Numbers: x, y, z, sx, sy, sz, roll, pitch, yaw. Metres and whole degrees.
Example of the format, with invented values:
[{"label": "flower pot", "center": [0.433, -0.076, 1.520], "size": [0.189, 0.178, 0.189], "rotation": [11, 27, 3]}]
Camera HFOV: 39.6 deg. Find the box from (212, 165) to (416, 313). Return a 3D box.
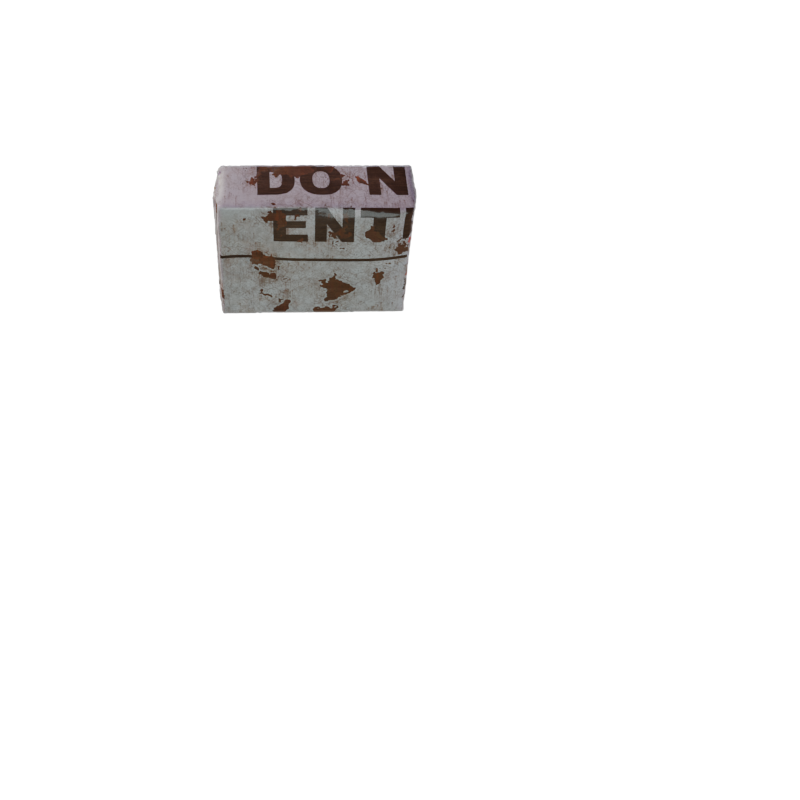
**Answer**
[{"label": "box", "center": [-0.051, -0.092, 0.647], "size": [0.113, 0.042, 0.084], "rotation": [2, -41, -2]}]
